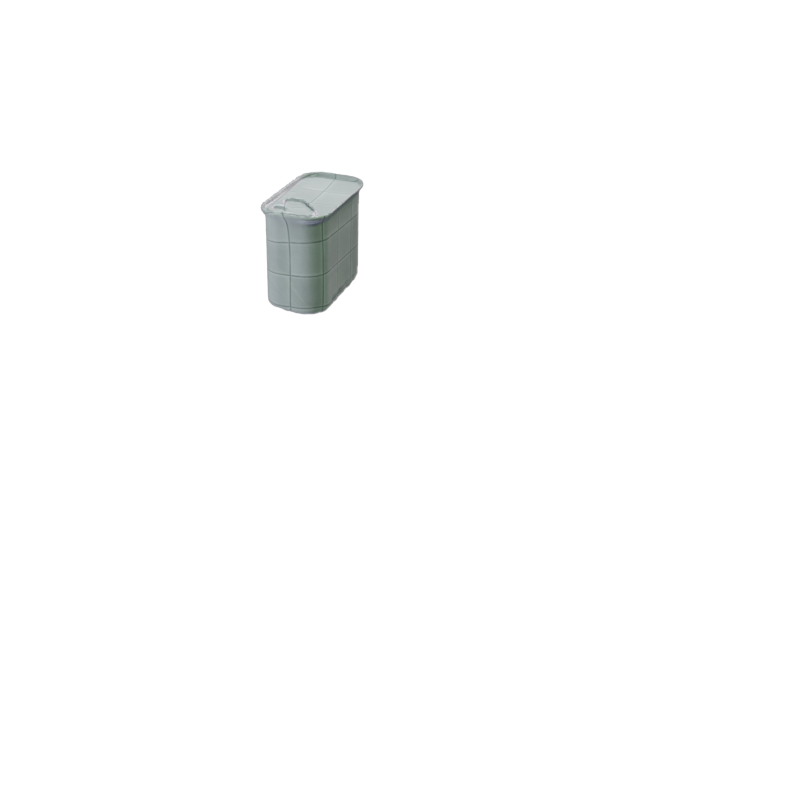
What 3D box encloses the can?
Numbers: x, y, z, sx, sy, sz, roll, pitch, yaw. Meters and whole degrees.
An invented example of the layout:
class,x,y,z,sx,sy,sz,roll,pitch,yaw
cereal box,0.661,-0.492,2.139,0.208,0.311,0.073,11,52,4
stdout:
class,x,y,z,sx,sy,sz,roll,pitch,yaw
can,-0.070,-0.127,0.892,0.059,0.079,0.104,10,29,17
